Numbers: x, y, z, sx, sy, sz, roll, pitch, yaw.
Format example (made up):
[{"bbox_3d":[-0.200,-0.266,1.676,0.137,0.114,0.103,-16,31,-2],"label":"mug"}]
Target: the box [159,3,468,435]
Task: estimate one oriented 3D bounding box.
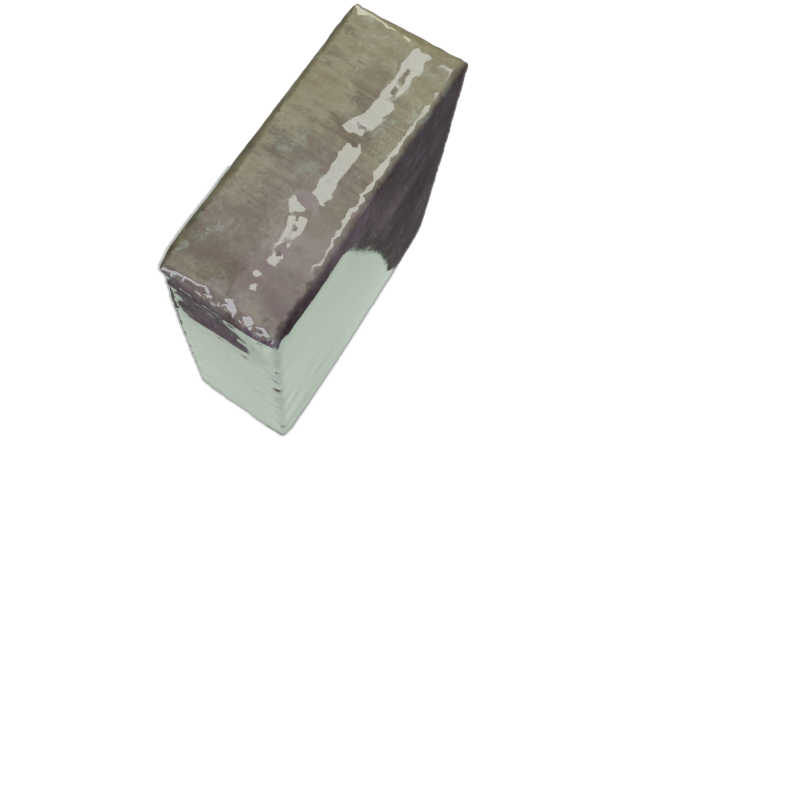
[{"bbox_3d":[-0.046,-0.084,0.591,0.073,0.167,0.206,31,-15,4],"label":"box"}]
